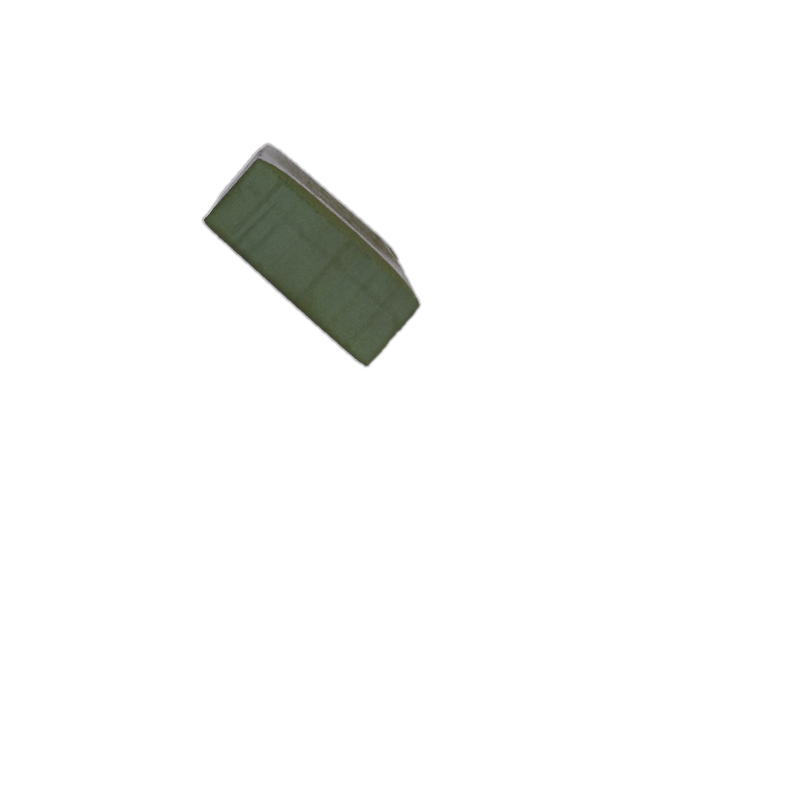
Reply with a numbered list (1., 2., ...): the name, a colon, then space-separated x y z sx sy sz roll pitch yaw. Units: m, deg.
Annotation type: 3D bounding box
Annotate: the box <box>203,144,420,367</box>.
1. box: -0.071 -0.129 0.901 0.161 0.071 0.220 41 9 -11
